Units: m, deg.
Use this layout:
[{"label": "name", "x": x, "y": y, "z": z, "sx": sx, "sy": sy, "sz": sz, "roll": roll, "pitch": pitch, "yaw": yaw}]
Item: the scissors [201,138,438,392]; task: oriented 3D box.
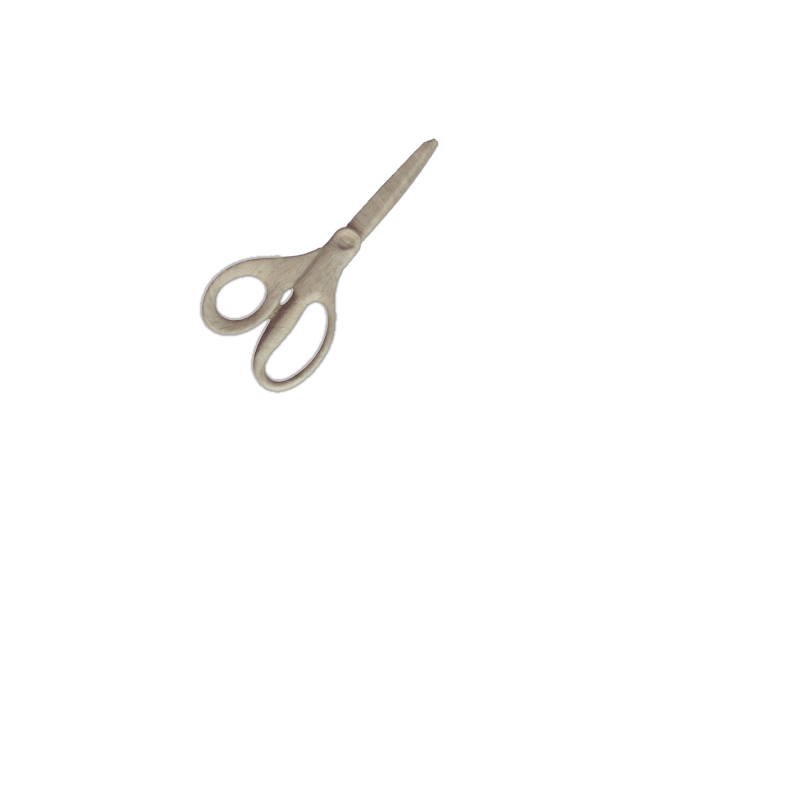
[{"label": "scissors", "x": -0.056, "y": -0.103, "z": 0.720, "sx": 0.098, "sy": 0.208, "sz": 0.015, "roll": 21, "pitch": -19, "yaw": 8}]
